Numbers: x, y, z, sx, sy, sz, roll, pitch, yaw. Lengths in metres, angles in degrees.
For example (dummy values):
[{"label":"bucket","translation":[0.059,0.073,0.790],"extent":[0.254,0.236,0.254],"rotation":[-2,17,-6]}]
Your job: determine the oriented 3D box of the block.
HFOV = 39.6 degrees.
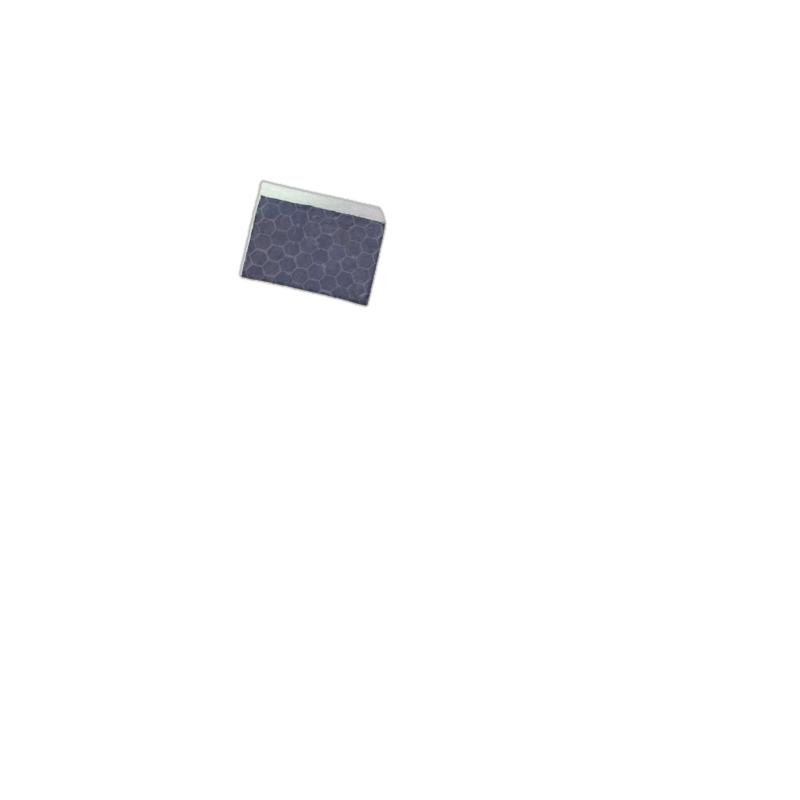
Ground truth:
[{"label":"block","translation":[-0.052,-0.095,0.665],"extent":[0.077,0.051,0.053],"rotation":[13,14,-5]}]
